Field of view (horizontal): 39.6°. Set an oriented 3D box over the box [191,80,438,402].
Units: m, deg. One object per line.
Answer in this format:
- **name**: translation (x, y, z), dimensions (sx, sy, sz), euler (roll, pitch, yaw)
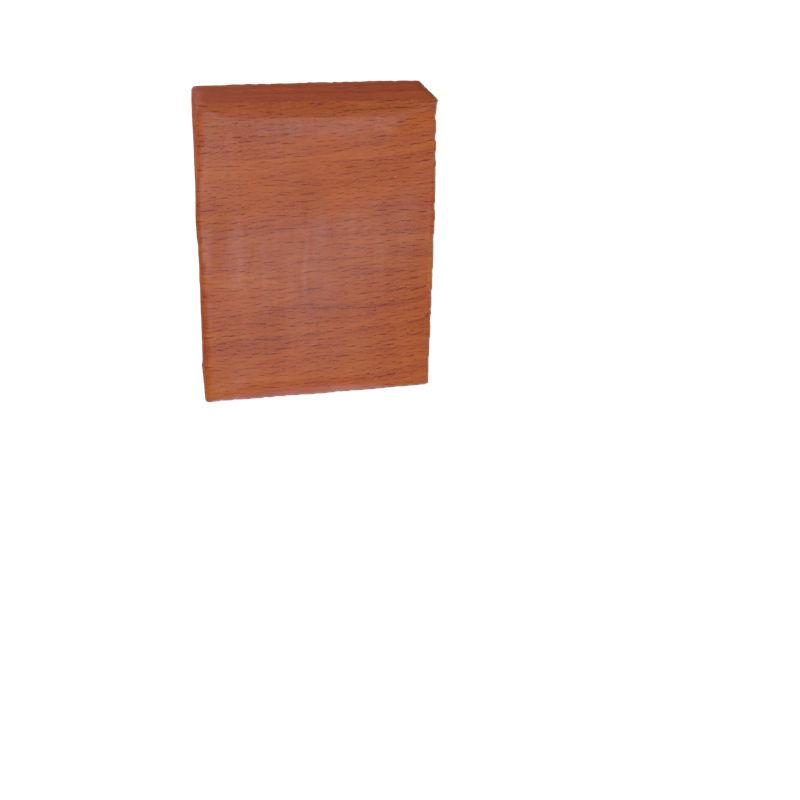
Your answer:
- **box**: translation (-0.061, -0.111, 0.777), dimensions (0.162, 0.204, 0.076), euler (-3, 21, -9)
